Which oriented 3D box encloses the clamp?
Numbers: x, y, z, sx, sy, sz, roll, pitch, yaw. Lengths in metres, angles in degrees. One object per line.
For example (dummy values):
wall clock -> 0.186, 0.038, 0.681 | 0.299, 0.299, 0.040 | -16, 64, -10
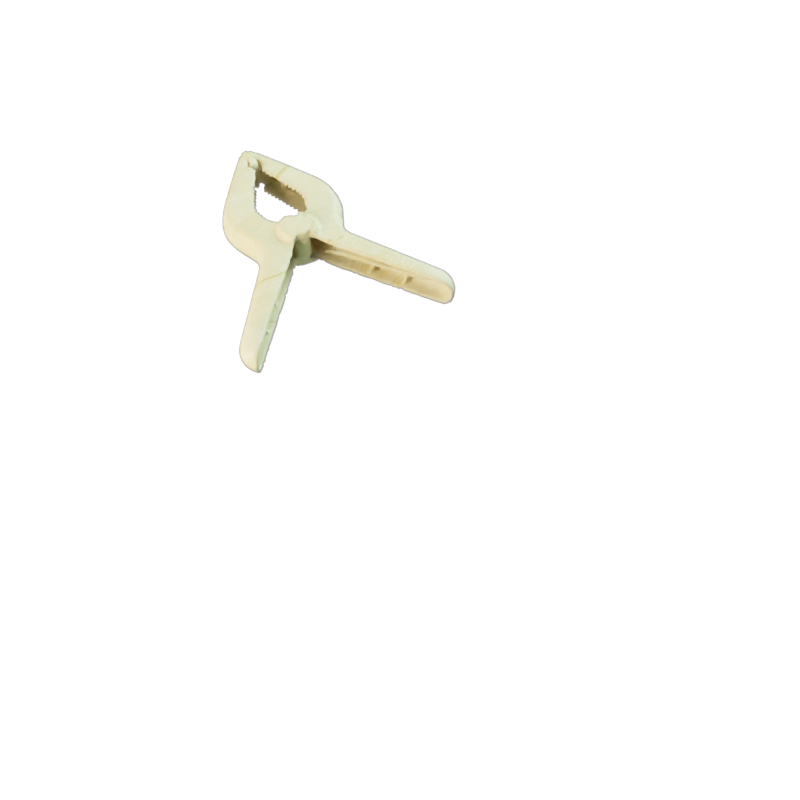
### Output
clamp -> -0.066, -0.120, 0.839 | 0.163, 0.227, 0.034 | -15, -41, -13
